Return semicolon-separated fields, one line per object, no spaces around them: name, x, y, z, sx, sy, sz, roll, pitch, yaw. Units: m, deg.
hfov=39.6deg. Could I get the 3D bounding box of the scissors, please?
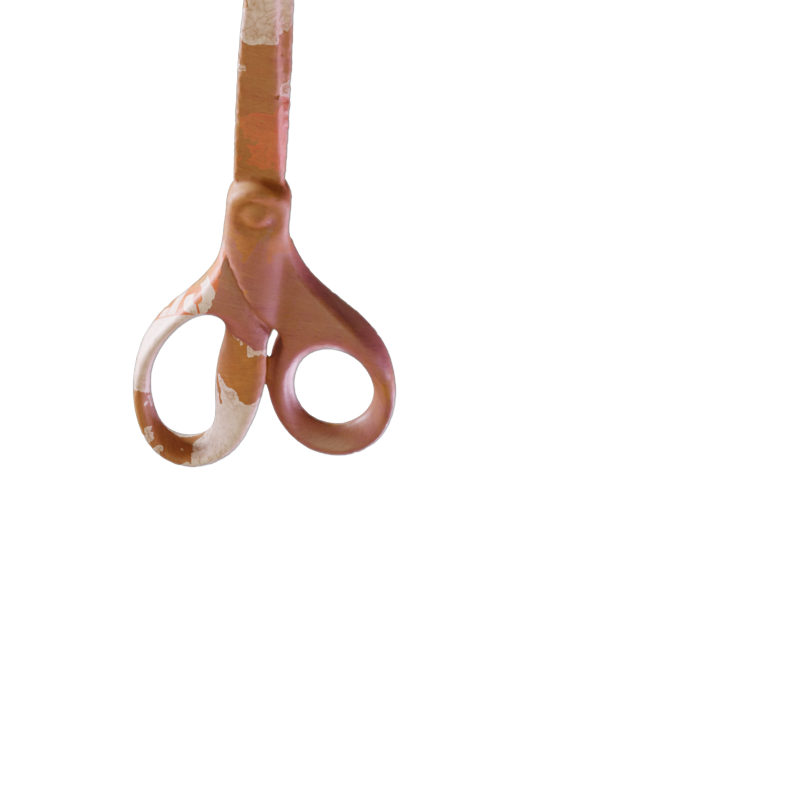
scissors;-0.026;-0.048;0.335;0.094;0.193;0.017;18;36;-14
